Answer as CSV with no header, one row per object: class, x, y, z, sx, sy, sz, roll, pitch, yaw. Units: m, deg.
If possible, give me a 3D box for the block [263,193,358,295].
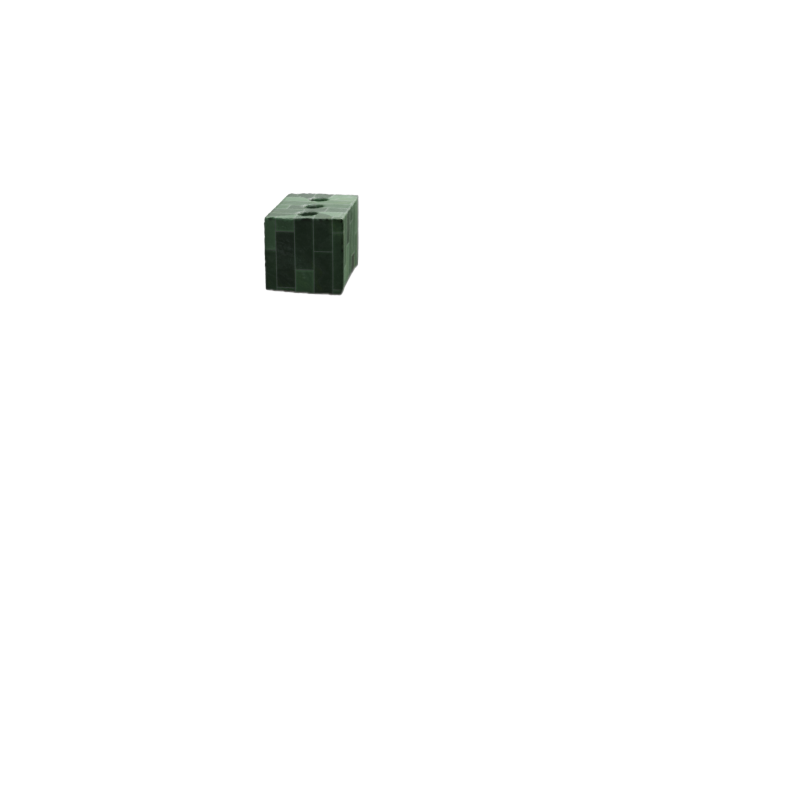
block,-0.059,-0.107,0.750,0.053,0.049,0.080,3,20,6
